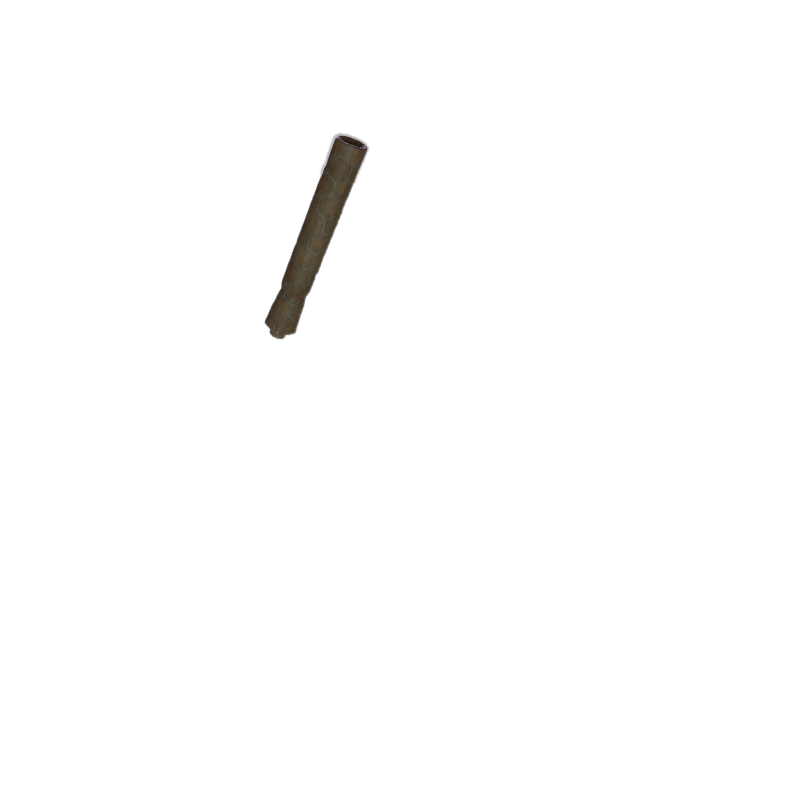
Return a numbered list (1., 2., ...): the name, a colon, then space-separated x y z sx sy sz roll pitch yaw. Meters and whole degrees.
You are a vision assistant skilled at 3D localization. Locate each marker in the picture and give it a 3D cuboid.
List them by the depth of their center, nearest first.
1. marker: -0.047 -0.086 0.606 0.019 0.117 0.021 19 21 -11
